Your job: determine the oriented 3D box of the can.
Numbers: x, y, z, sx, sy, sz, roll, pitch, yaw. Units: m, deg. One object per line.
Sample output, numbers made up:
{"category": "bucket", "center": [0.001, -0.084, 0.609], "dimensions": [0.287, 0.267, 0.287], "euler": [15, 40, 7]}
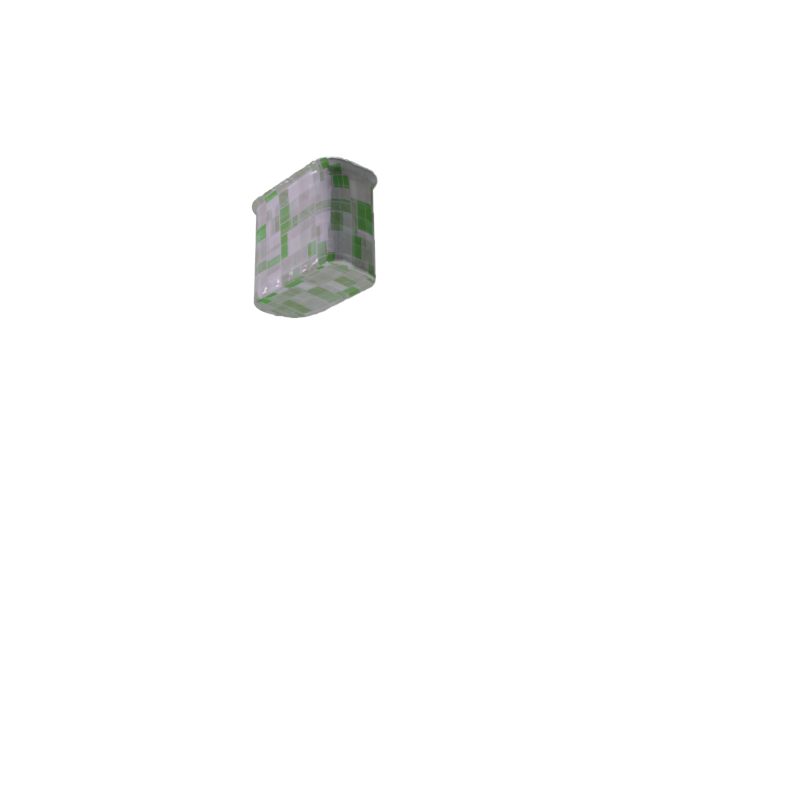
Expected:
{"category": "can", "center": [-0.063, -0.114, 0.802], "dimensions": [0.054, 0.089, 0.102], "euler": [21, -32, -38]}
